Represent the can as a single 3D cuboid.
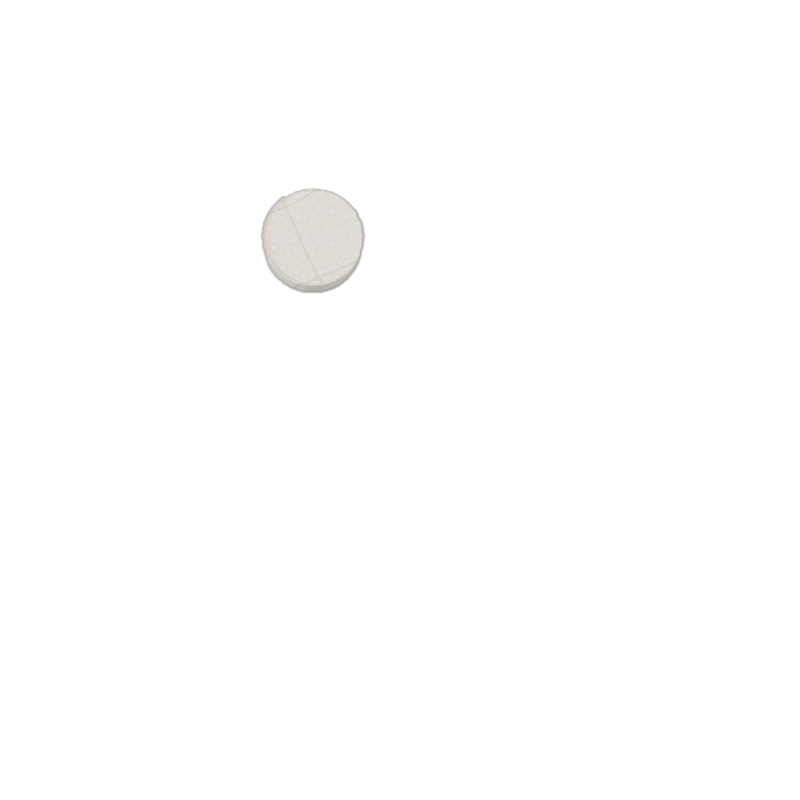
[{"bbox_3d":[-0.074,-0.136,0.950,0.086,0.089,0.032,0,-15,-1],"label":"can"}]
